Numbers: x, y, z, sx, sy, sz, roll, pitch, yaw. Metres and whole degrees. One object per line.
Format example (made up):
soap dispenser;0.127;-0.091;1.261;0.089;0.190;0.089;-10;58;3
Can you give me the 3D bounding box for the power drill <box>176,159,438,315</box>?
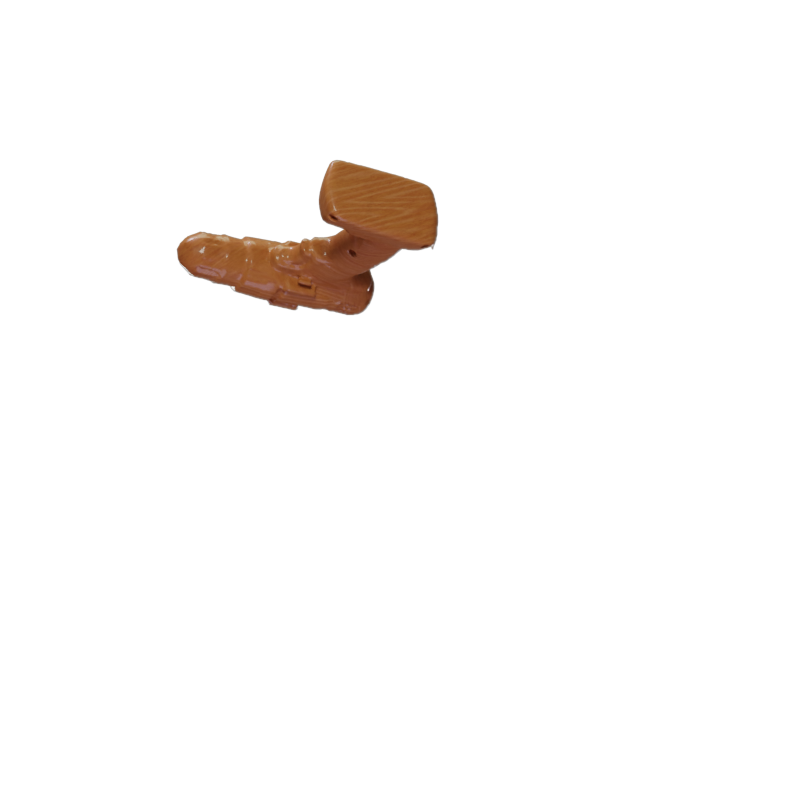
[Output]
power drill;-0.072;-0.132;0.921;0.177;0.060;0.187;10;-21;-29
